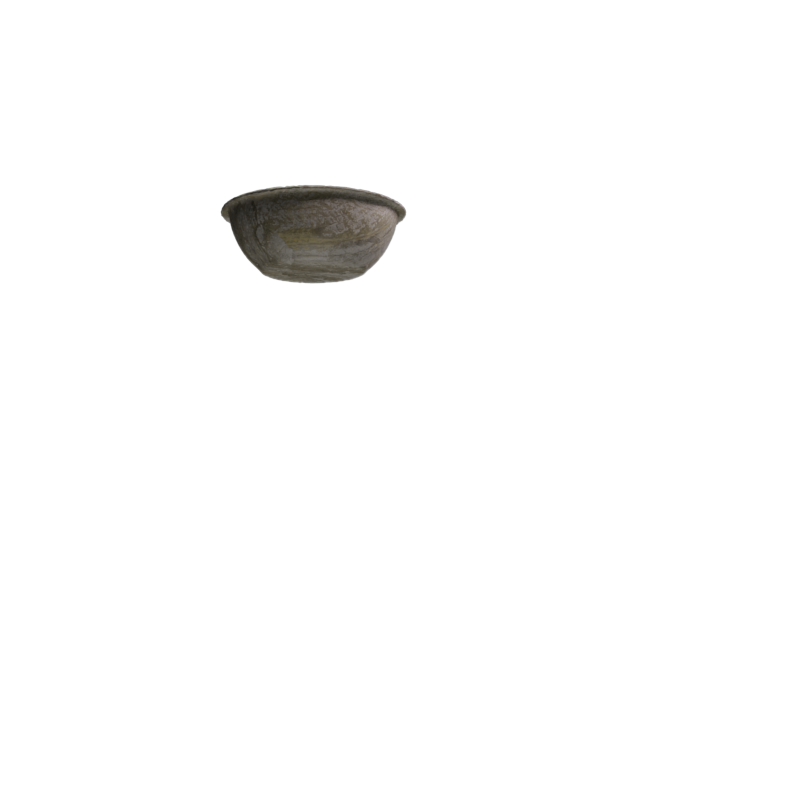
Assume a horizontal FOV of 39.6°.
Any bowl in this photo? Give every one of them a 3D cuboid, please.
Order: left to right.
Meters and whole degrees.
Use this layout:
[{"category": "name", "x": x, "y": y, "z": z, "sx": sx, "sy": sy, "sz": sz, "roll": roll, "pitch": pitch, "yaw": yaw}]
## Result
[{"category": "bowl", "x": -0.075, "y": -0.137, "z": 0.962, "sx": 0.162, "sy": 0.057, "sz": 0.158, "roll": 0, "pitch": -8, "yaw": -2}]
